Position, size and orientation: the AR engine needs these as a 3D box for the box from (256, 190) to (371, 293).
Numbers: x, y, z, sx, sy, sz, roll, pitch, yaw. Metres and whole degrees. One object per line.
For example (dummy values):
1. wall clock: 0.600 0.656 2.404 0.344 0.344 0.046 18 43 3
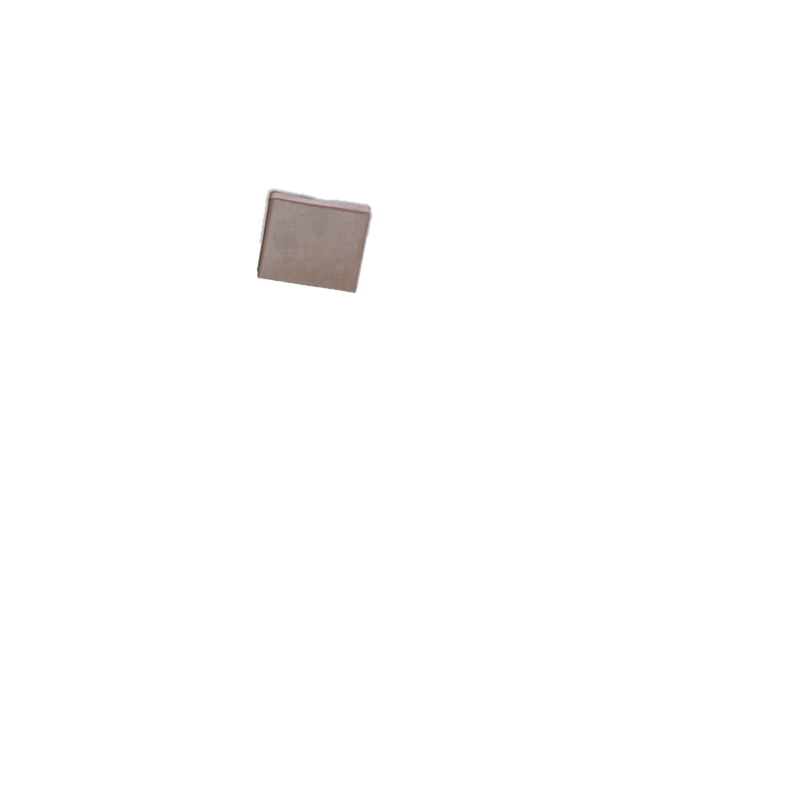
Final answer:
1. box: -0.075 -0.136 0.955 0.089 0.070 0.031 9 18 -4
